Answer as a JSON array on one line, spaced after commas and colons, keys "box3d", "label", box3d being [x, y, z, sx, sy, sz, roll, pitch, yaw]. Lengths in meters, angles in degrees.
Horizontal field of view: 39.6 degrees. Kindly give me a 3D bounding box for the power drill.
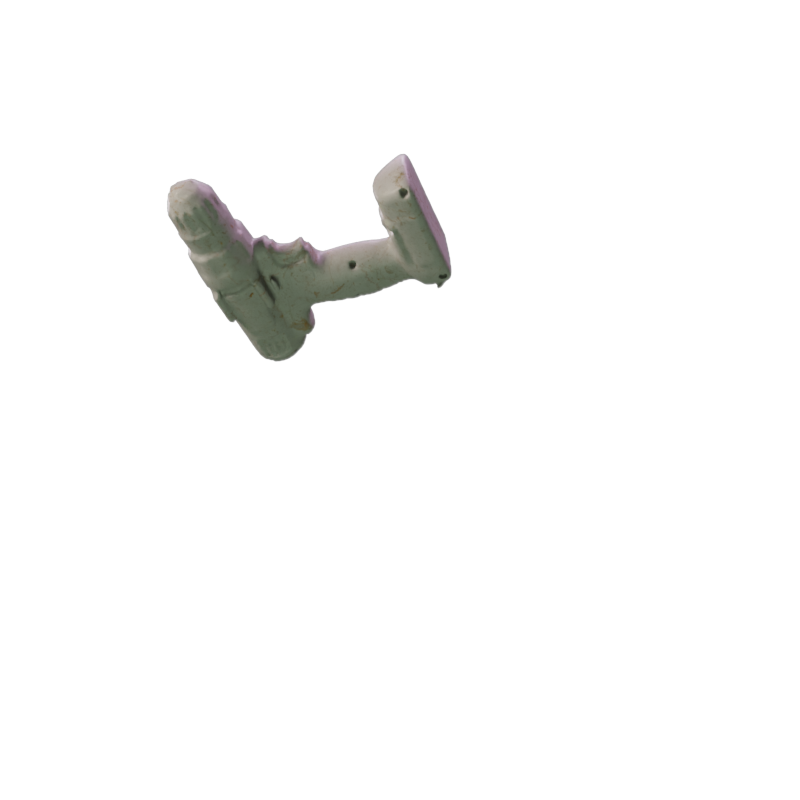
[{"box3d": [-0.068, -0.123, 0.865, 0.189, 0.062, 0.170, -18, -49, 16], "label": "power drill"}]
